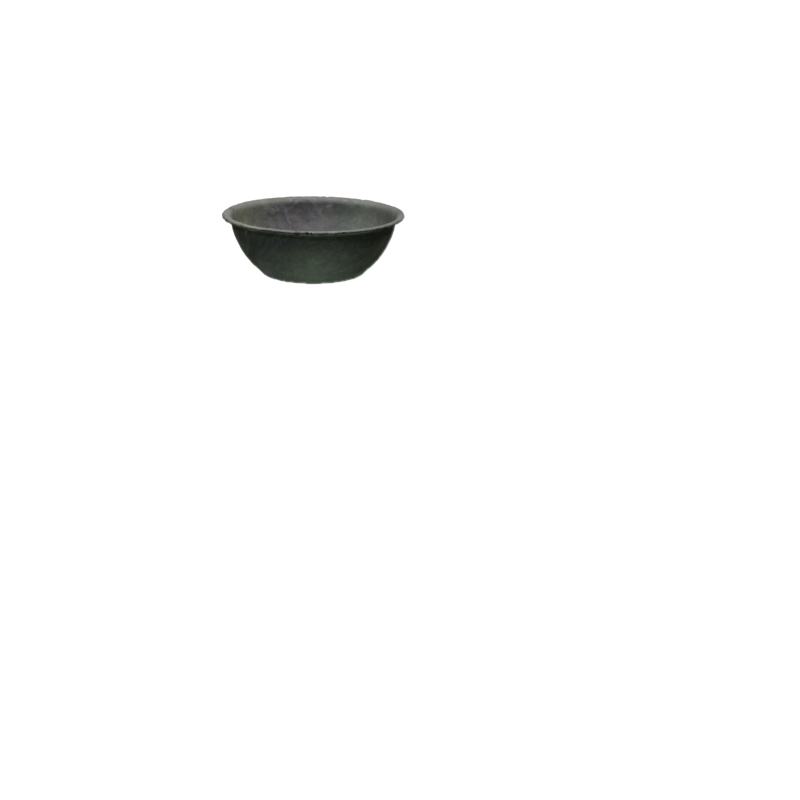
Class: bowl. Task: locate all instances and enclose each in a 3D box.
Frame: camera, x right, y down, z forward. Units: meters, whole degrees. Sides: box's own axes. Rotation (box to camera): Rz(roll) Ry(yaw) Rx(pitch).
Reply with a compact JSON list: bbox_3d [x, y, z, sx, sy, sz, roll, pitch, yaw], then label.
[{"bbox_3d":[-0.077,-0.141,0.986,0.162,0.053,0.169,-1,19,-2],"label":"bowl"}]
